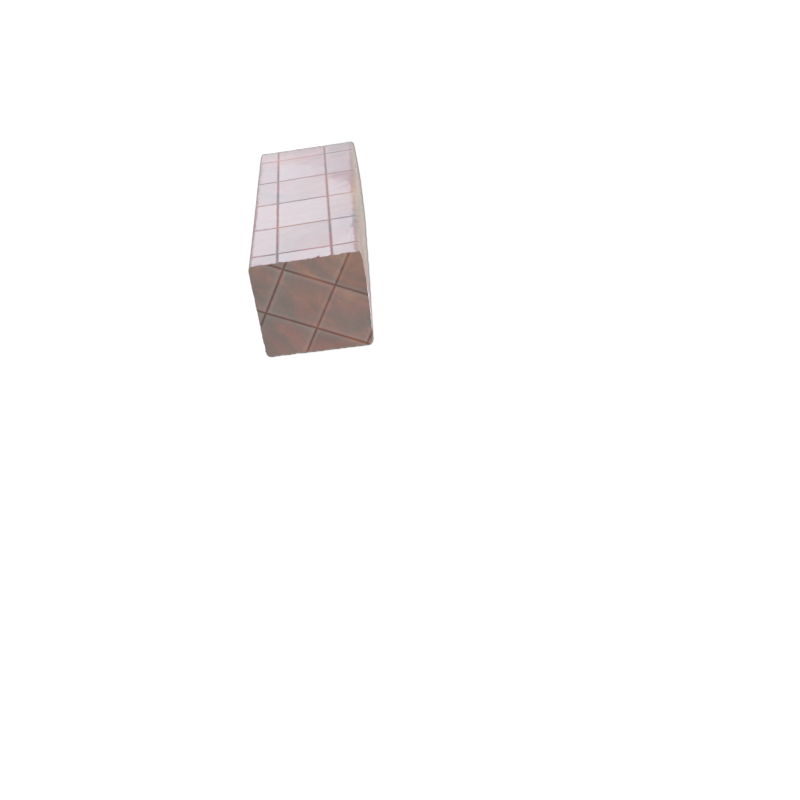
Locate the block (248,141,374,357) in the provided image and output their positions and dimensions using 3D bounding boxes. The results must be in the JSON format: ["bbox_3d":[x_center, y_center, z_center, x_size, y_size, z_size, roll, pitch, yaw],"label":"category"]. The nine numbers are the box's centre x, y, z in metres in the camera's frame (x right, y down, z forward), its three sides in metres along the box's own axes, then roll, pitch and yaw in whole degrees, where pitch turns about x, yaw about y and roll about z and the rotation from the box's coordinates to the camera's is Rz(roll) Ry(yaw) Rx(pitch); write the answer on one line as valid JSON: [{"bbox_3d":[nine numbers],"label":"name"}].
[{"bbox_3d":[-0.075,-0.137,0.961,0.091,0.084,0.220,-8,35,2],"label":"block"}]
